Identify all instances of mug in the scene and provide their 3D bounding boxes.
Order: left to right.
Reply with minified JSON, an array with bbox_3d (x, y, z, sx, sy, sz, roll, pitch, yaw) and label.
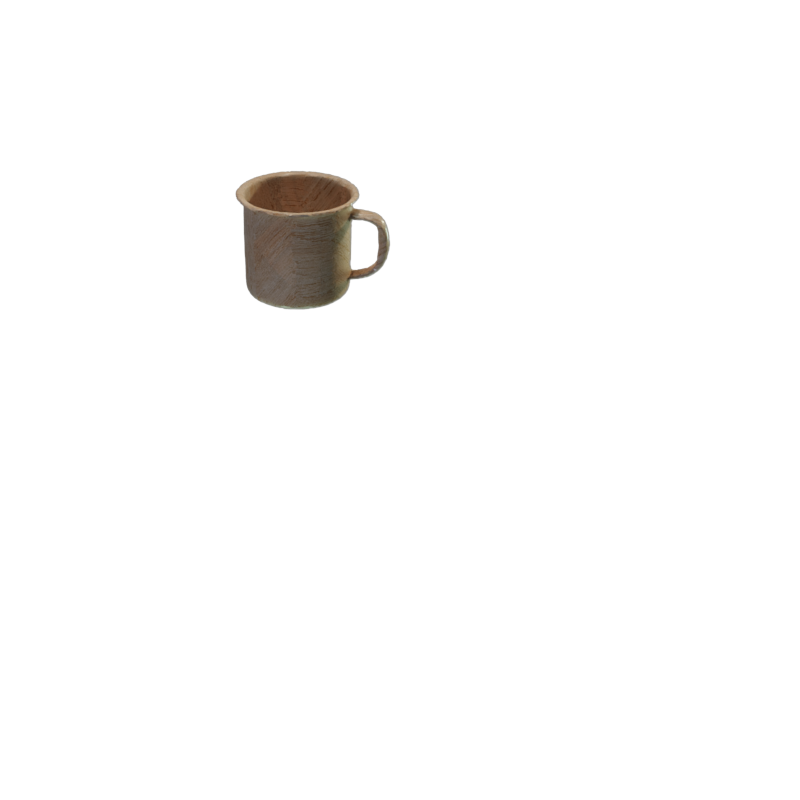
[{"bbox_3d":[-0.066,-0.121,0.846,0.118,0.077,0.098,3,28,5],"label":"mug"}]
